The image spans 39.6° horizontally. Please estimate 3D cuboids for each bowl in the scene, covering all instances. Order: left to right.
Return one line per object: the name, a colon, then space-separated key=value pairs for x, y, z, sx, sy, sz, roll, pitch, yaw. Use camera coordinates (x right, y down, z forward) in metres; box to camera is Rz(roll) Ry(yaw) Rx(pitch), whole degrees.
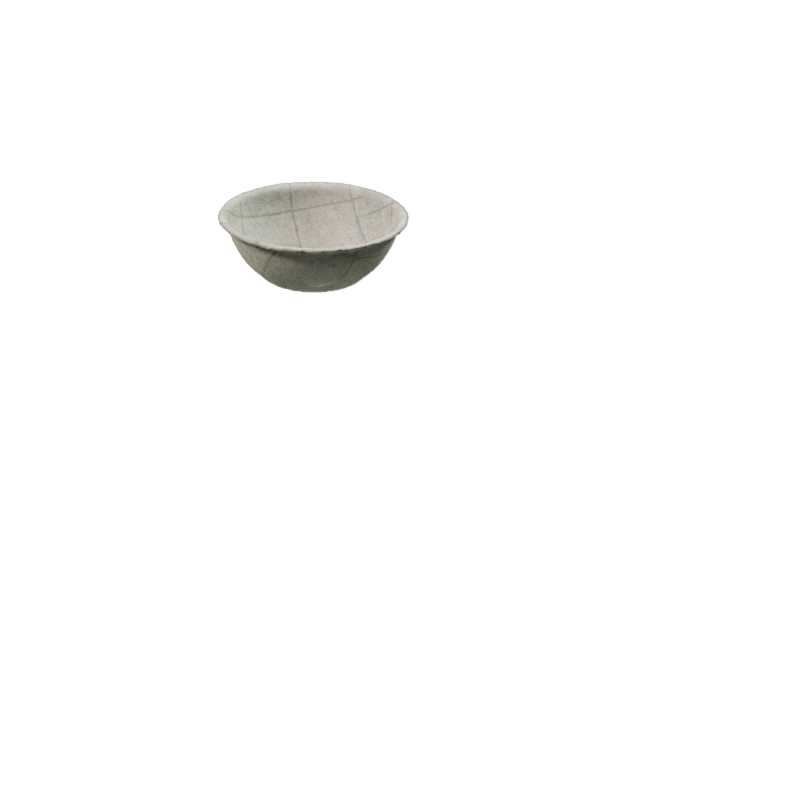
bowl: x=-0.075 y=-0.136 z=0.952 sx=0.162 sy=0.052 sz=0.172 roll=-1 pitch=29 yaw=-2
